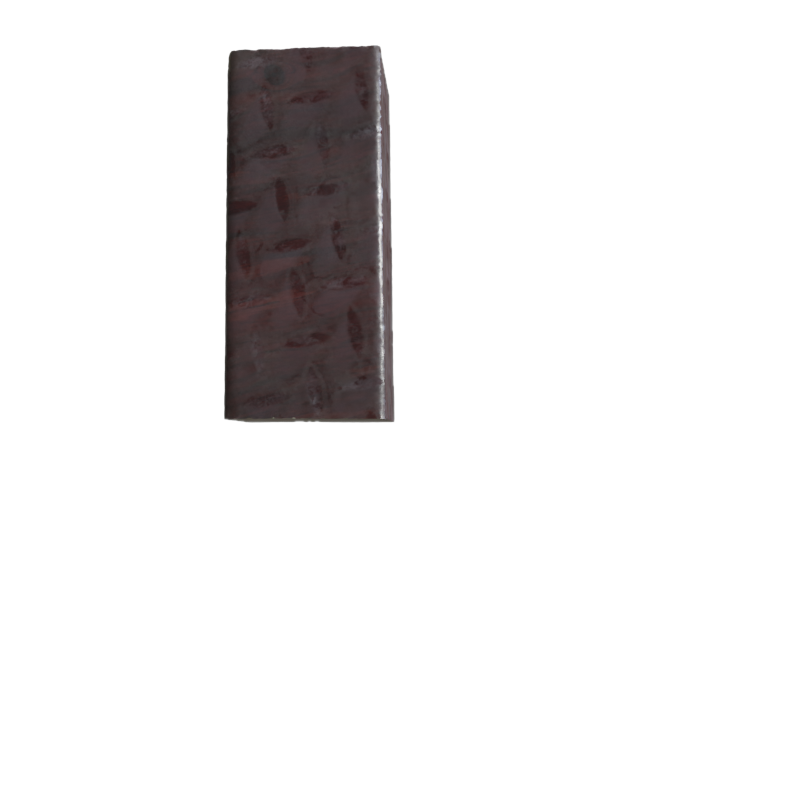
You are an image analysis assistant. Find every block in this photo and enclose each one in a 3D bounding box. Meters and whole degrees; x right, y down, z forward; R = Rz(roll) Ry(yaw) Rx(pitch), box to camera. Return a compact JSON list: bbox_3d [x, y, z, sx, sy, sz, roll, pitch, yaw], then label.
[{"bbox_3d":[-0.051,-0.092,0.646,0.091,0.211,0.088,-1,-9,4],"label":"block"}]
